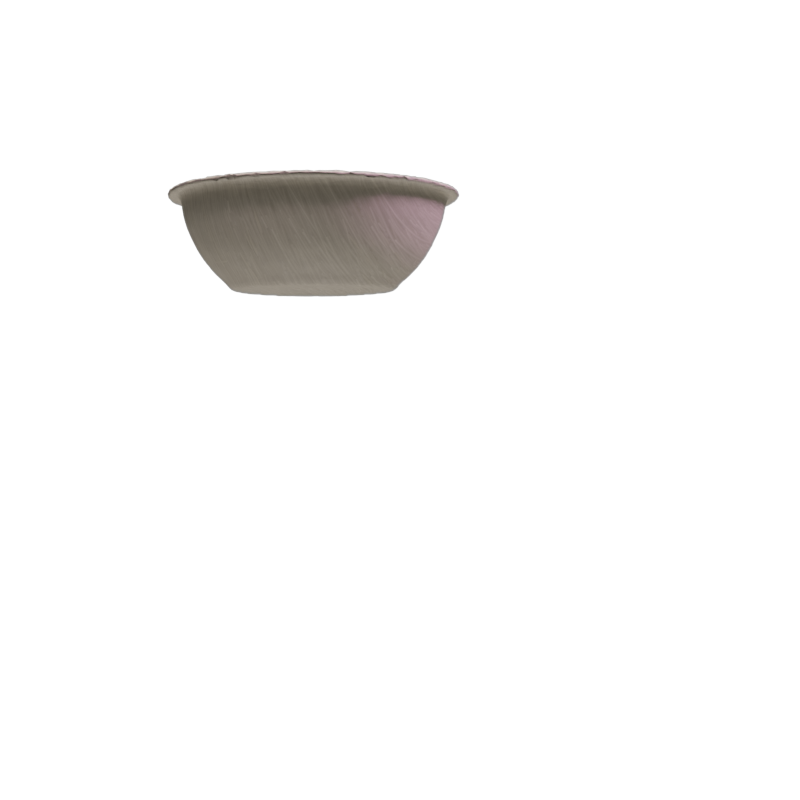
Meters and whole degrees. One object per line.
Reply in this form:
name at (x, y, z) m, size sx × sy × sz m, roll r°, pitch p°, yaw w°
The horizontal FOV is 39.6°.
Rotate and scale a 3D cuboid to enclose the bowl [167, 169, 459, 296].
bowl at (-0.048, -0.088, 0.616) m, size 0.162 × 0.055 × 0.161 m, roll 0°, pitch 0°, yaw -2°
